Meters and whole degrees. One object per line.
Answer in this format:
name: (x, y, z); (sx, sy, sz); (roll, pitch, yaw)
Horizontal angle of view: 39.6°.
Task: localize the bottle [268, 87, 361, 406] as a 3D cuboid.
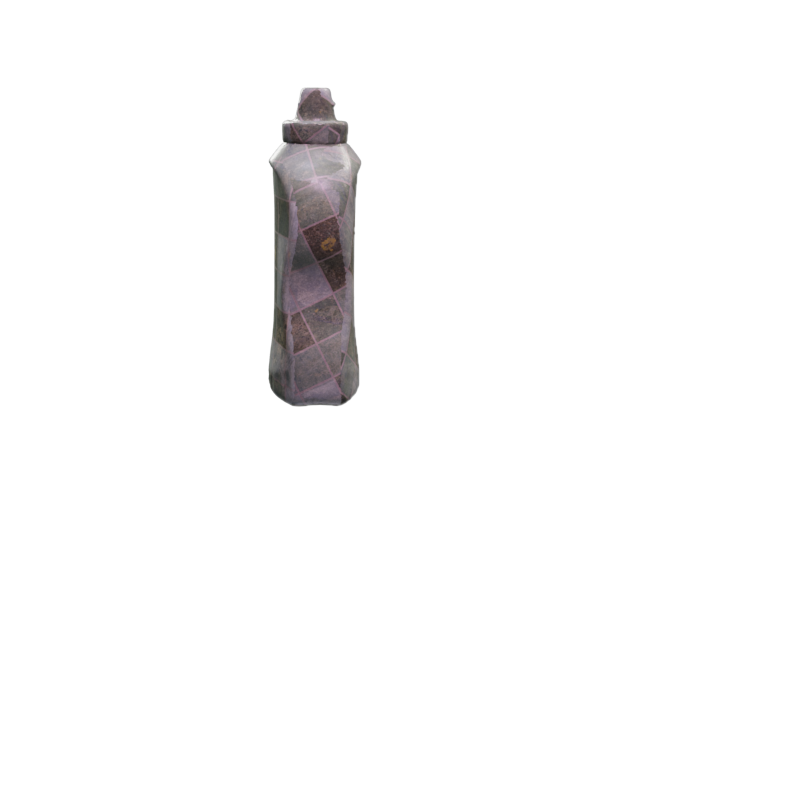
bottle: (-0.054, -0.100, 0.697); (0.058, 0.187, 0.099); (0, 10, -5)
